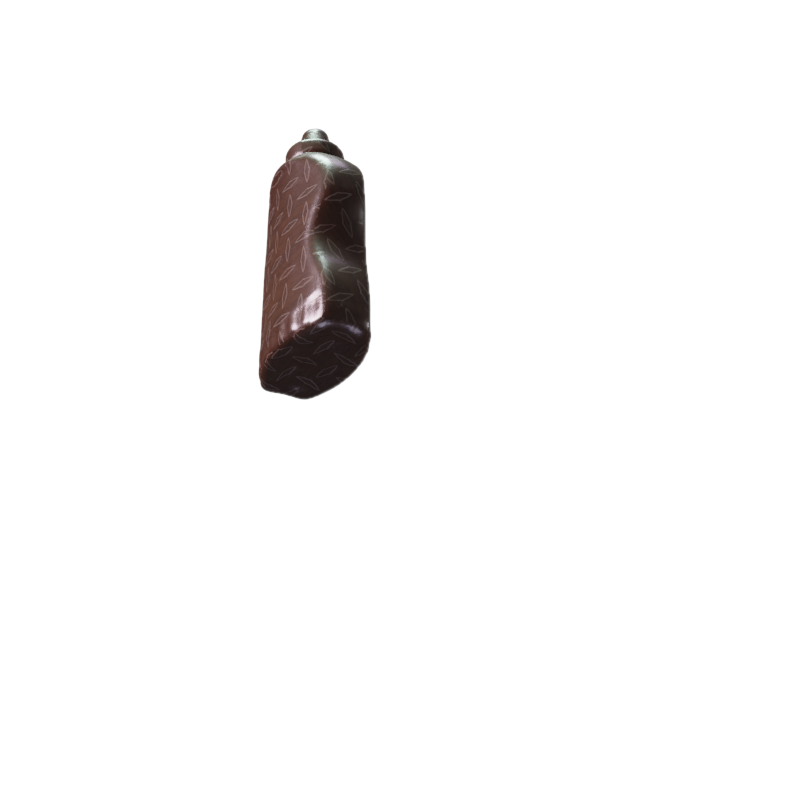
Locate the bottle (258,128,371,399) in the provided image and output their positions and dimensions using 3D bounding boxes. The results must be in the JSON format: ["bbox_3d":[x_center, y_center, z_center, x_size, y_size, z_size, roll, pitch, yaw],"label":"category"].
[{"bbox_3d":[-0.057,-0.104,0.730,0.056,0.205,0.093,14,-38,-23],"label":"bottle"}]
